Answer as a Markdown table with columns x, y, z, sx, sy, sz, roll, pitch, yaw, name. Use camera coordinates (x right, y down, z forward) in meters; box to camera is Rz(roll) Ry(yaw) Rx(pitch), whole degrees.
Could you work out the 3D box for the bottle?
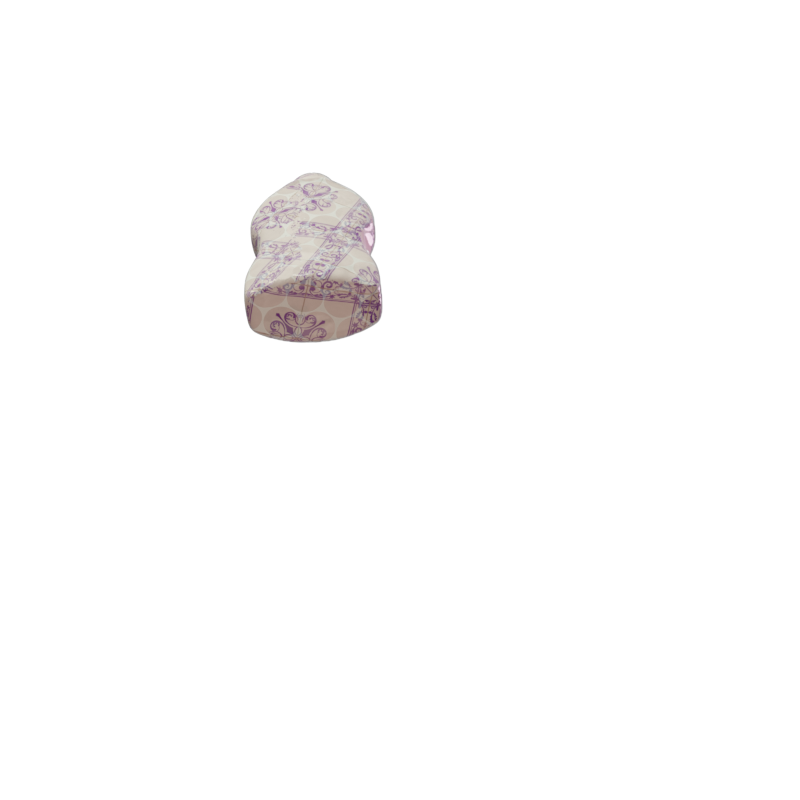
| x | y | z | sx | sy | sz | roll | pitch | yaw | name |
| --- | --- | --- | --- | --- | --- | --- | --- | --- | --- |
| -0.066 | -0.121 | 0.845 | 0.096 | 0.054 | 0.205 | -7 | 36 | 1 | bottle |
